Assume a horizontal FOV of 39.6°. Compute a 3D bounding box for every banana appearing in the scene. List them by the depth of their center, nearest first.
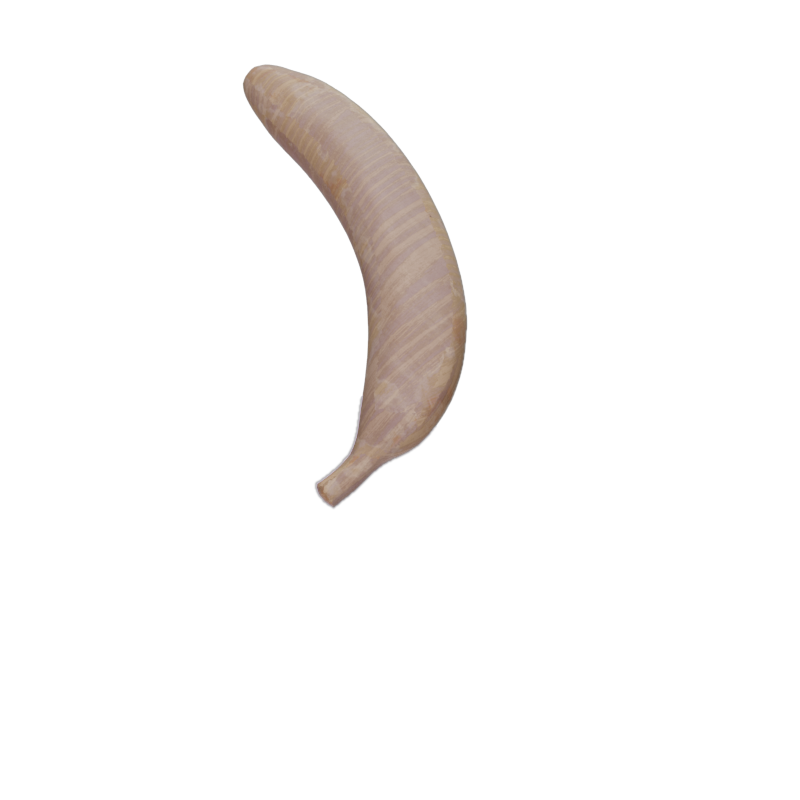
[{"bbox_3d":[-0.015,-0.062,0.437,0.069,0.212,0.034,-9,-29,-6],"label":"banana"}]
